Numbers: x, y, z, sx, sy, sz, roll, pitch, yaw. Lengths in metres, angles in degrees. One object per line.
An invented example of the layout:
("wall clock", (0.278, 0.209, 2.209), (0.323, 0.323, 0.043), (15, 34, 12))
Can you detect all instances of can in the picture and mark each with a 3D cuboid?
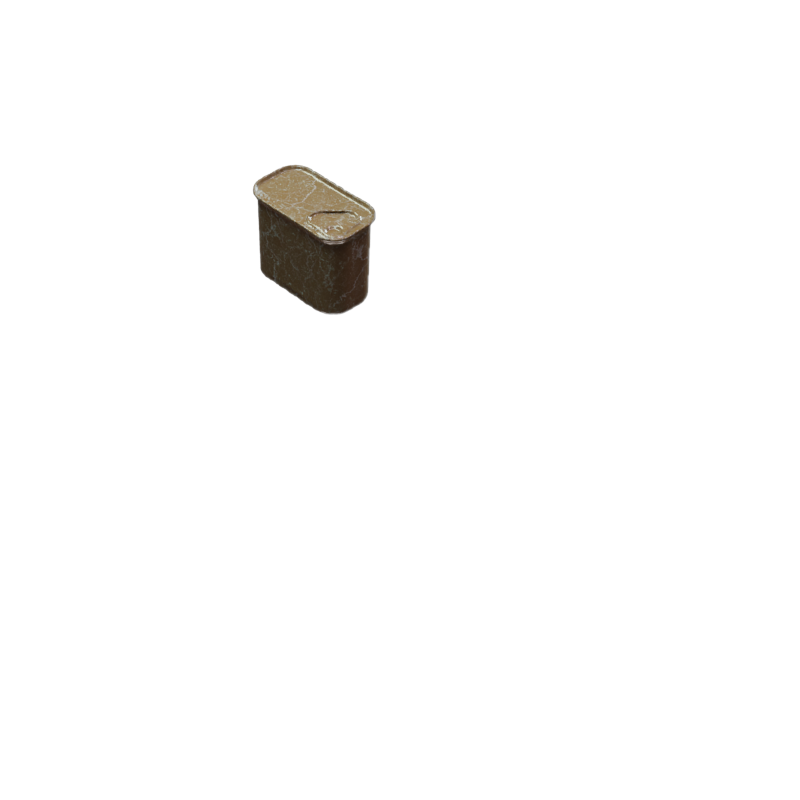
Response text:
("can", (-0.070, -0.127, 0.891), (0.058, 0.078, 0.109), (-33, 53, -32))
